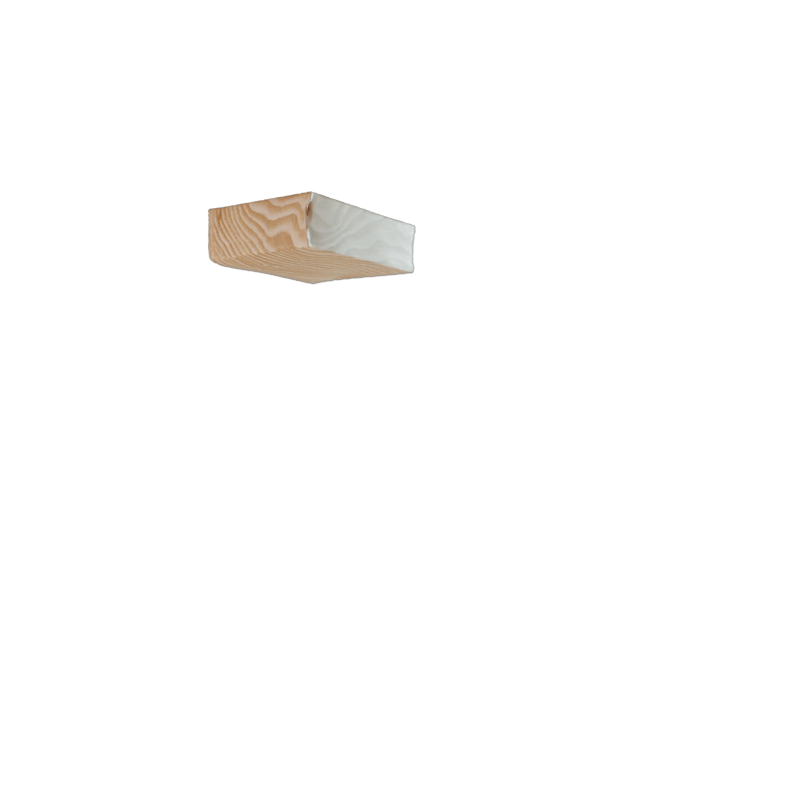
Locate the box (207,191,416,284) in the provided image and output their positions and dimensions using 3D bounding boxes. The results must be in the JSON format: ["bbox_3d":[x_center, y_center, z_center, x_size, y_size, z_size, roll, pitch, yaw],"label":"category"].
[{"bbox_3d":[-0.057,-0.104,0.730,0.093,0.040,0.108,-3,-5,38],"label":"box"}]
